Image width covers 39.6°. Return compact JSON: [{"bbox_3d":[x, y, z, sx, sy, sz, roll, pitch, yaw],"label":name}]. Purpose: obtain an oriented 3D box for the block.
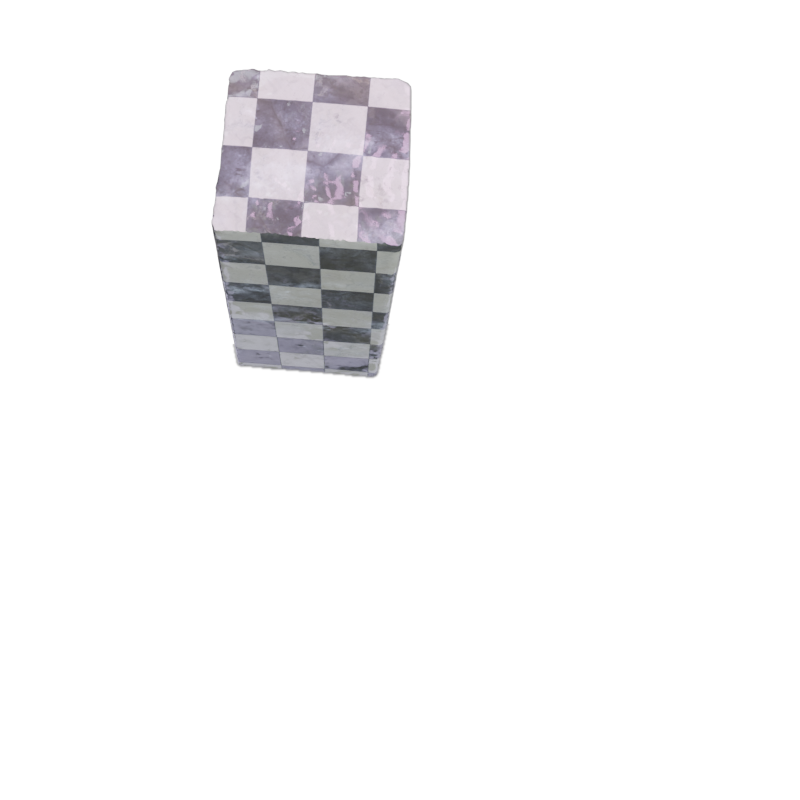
[{"bbox_3d":[-0.048,-0.088,0.614,0.091,0.094,0.197,4,-18,-2],"label":"block"}]
